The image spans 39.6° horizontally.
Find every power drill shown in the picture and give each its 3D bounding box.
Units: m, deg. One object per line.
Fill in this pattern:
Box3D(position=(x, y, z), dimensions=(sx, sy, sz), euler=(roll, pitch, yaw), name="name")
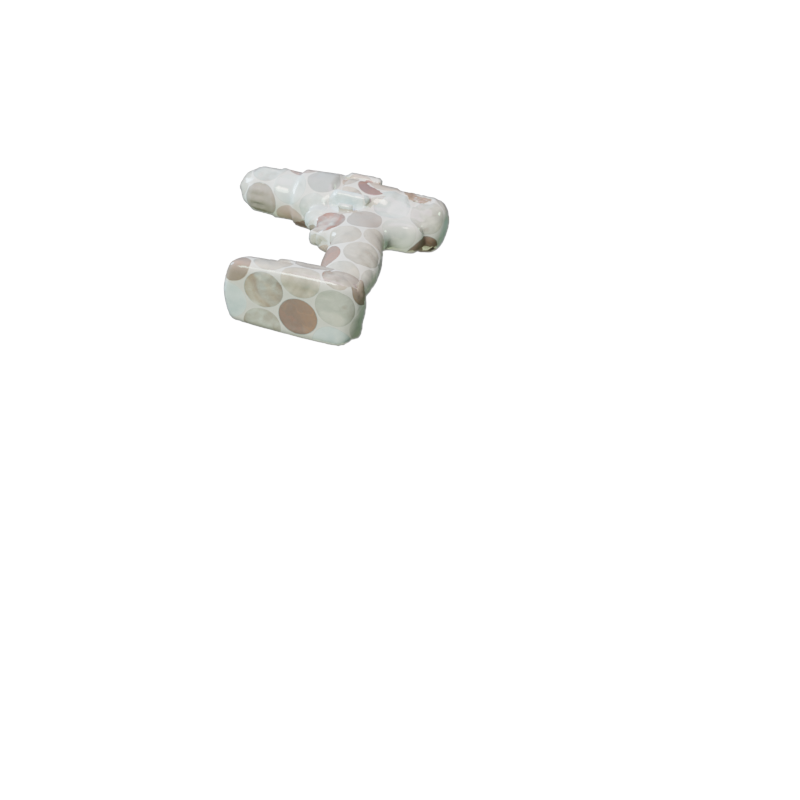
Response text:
Box3D(position=(-0.069, -0.127, 0.887), dimensions=(0.190, 0.054, 0.195), euler=(12, 38, 15), name="power drill")
